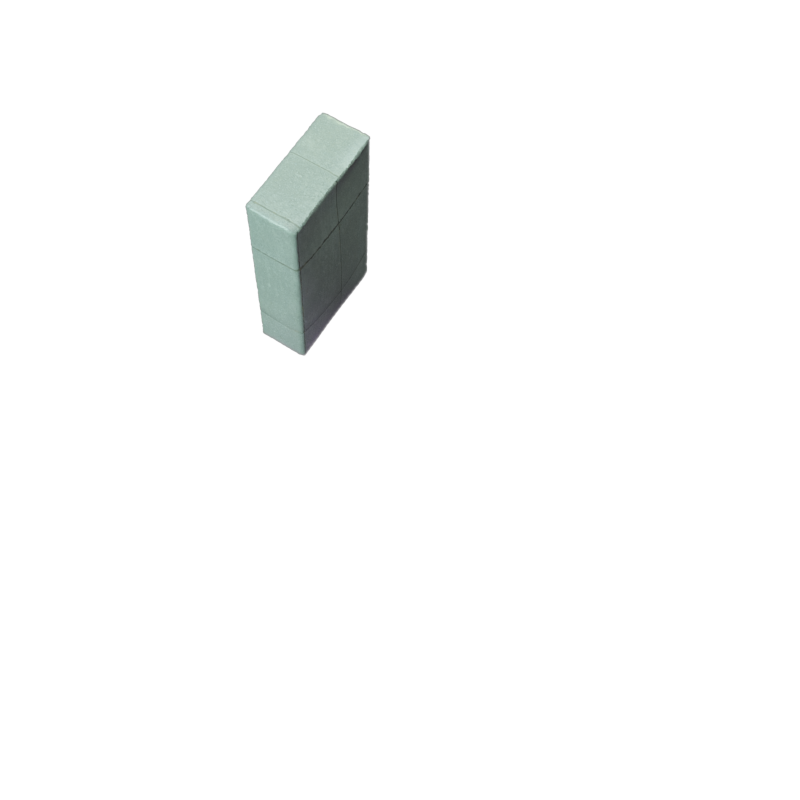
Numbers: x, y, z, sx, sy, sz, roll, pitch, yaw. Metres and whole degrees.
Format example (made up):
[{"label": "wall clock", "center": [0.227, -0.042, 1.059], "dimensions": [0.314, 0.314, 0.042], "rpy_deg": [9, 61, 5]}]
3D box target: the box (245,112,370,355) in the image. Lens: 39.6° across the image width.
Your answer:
[{"label": "box", "center": [-0.061, -0.112, 0.785], "dimensions": [0.049, 0.096, 0.167], "rpy_deg": [30, -23, 9]}]
